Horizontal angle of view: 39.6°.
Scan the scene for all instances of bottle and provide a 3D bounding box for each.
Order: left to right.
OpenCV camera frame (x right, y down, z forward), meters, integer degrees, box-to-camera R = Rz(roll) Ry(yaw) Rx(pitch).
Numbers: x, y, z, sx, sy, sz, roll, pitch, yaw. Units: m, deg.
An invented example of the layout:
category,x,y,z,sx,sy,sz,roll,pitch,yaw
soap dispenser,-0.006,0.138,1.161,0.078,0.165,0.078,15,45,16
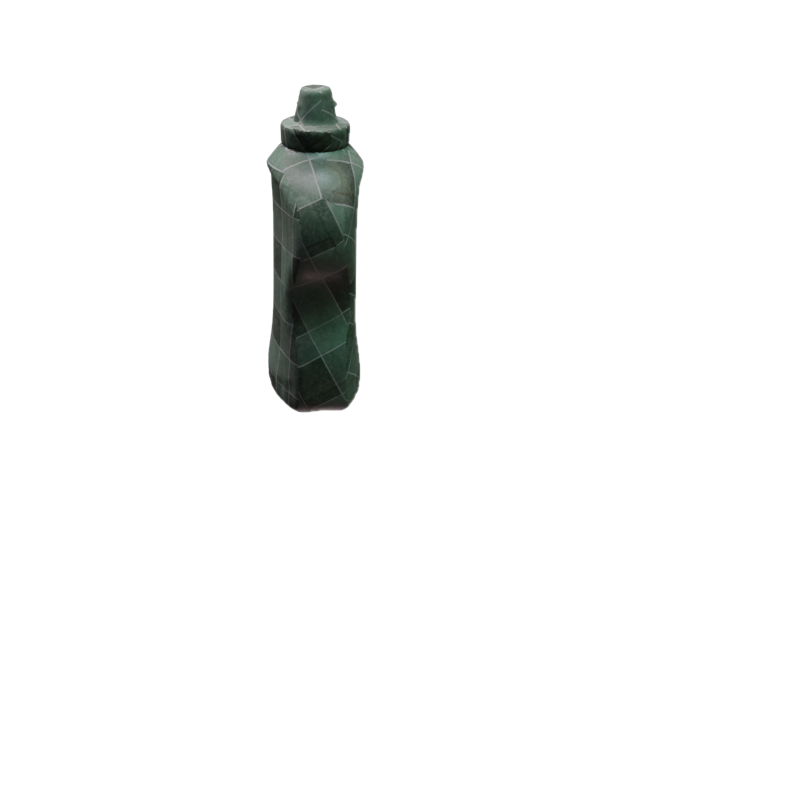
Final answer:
category,x,y,z,sx,sy,sz,roll,pitch,yaw
bottle,-0.053,-0.097,0.678,0.058,0.182,0.102,-2,23,-8
